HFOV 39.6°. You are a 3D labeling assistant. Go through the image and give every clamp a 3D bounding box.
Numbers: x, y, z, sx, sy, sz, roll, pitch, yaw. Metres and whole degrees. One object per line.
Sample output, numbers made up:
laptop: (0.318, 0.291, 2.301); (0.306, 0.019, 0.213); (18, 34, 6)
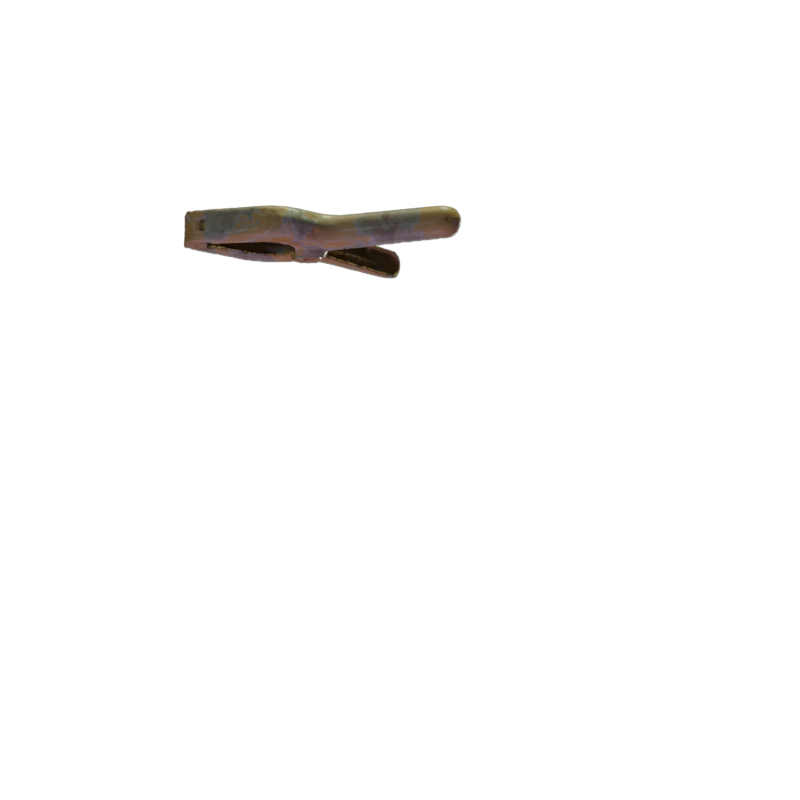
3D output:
clamp: (-0.071, -0.129, 0.907); (0.208, 0.037, 0.161); (1, -9, -8)
